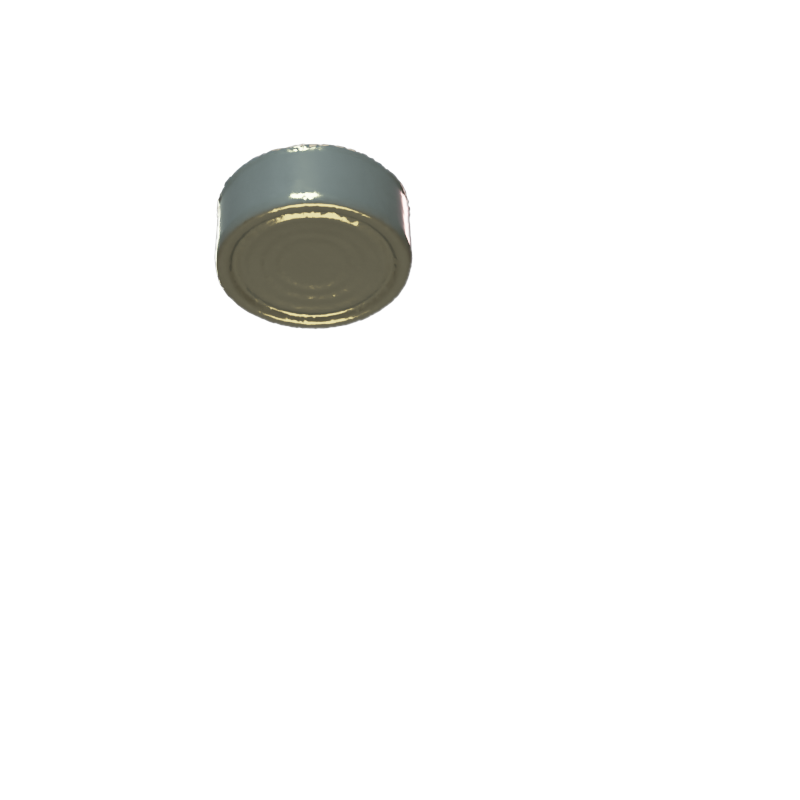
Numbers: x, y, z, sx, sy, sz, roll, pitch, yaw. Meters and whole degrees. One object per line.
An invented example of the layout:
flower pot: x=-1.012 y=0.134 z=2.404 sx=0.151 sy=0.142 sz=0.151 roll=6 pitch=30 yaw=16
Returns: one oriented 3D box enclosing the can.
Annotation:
can: x=-0.038 y=-0.069 z=0.481 sx=0.086 sy=0.036 sz=0.080 roll=1 pitch=-38 yaw=-2
